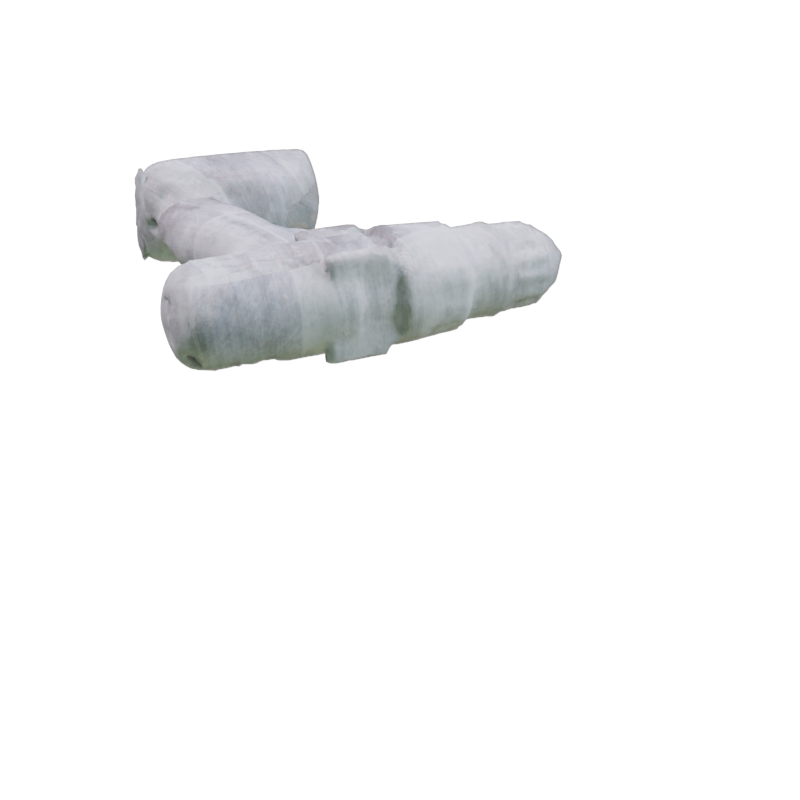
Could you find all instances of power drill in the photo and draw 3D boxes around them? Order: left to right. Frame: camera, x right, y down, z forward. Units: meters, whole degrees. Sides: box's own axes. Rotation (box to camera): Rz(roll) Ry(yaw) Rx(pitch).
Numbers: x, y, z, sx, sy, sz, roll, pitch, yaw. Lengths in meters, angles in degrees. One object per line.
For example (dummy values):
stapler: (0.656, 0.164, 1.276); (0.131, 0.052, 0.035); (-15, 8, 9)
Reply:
power drill: (-0.042, -0.077, 0.541); (0.181, 0.055, 0.200); (-10, 25, -23)
